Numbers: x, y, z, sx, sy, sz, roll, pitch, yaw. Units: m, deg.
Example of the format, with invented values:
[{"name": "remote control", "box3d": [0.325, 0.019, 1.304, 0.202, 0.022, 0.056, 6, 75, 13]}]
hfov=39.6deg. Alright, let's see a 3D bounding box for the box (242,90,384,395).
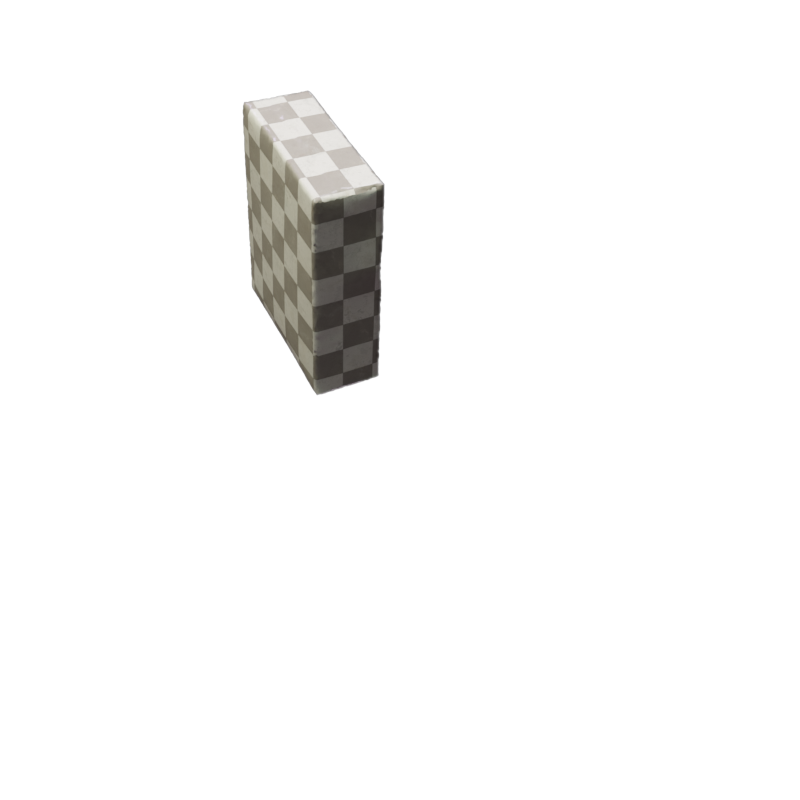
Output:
[{"name": "box", "box3d": [-0.076, -0.139, 0.976, 0.071, 0.199, 0.178, -15, 44, -20]}]
